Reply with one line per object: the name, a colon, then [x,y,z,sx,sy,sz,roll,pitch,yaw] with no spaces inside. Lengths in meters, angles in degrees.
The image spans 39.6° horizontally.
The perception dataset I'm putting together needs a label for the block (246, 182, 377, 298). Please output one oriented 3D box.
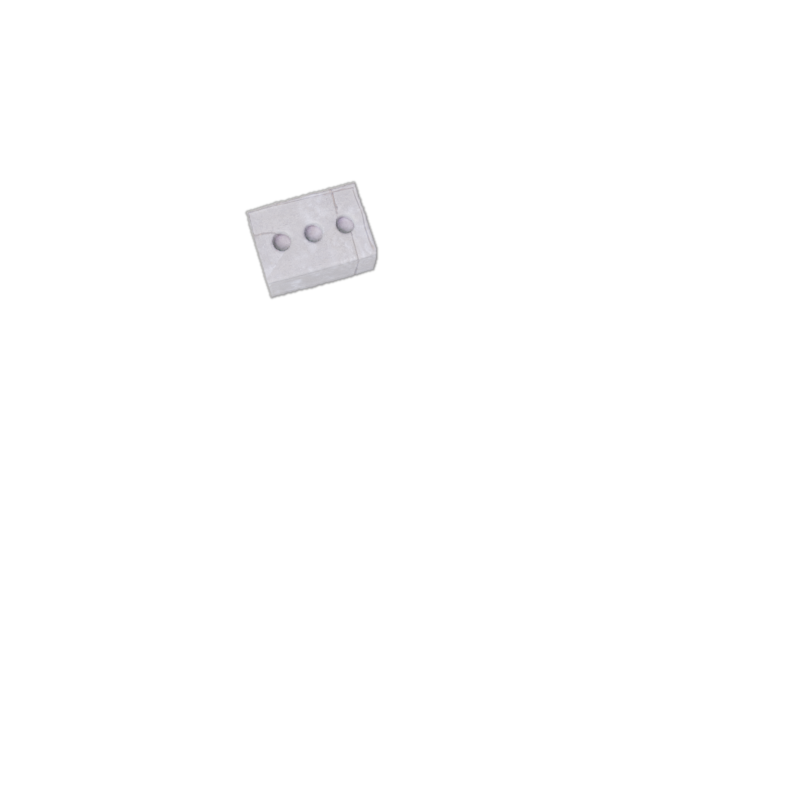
block: [-0.059,-0.107,0.753,0.078,0.055,0.050,-17,-10,-5]
